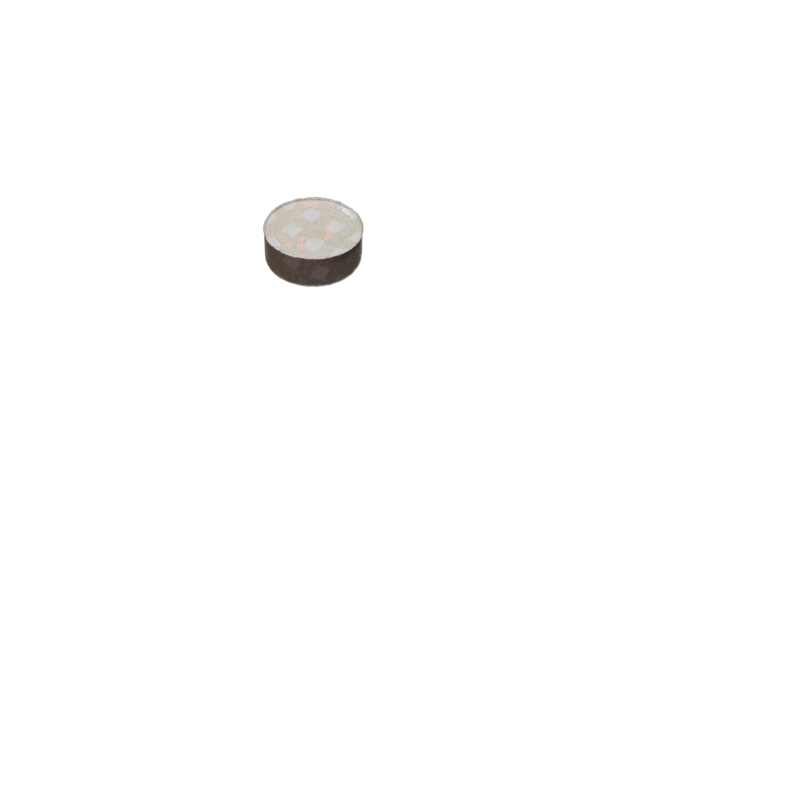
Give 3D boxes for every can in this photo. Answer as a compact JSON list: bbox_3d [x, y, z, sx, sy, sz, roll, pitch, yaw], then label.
[{"bbox_3d":[-0.075,-0.136,0.953,0.086,0.031,0.092,-1,43,-2],"label":"can"}]
